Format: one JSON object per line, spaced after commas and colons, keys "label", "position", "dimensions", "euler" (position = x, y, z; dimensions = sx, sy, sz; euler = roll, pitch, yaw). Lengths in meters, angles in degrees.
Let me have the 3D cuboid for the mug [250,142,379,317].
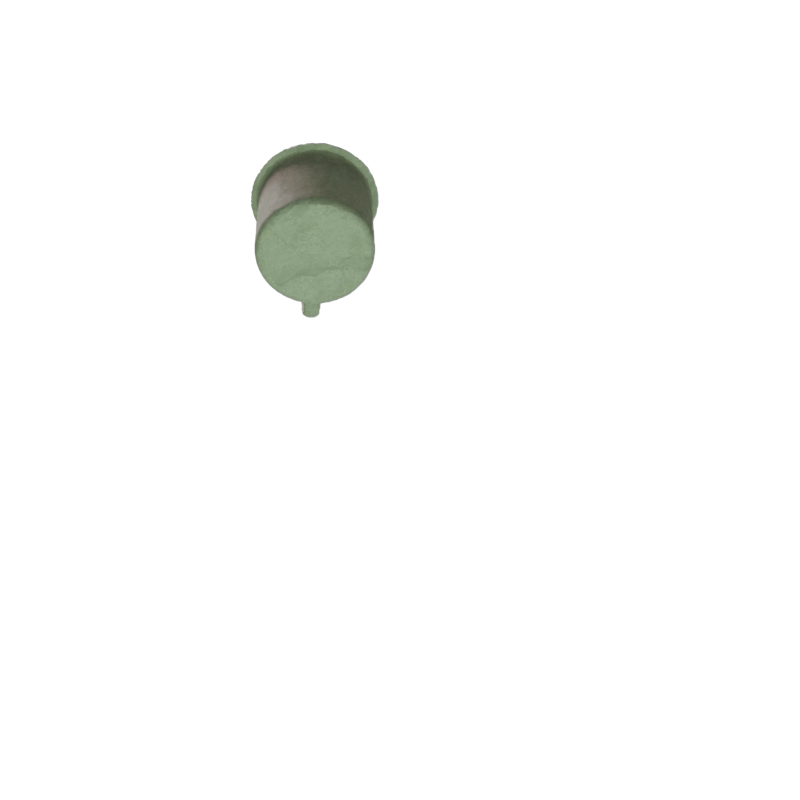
{"label": "mug", "position": [-0.061, -0.111, 0.781], "dimensions": [0.093, 0.110, 0.087], "euler": [5, 33, -5]}
